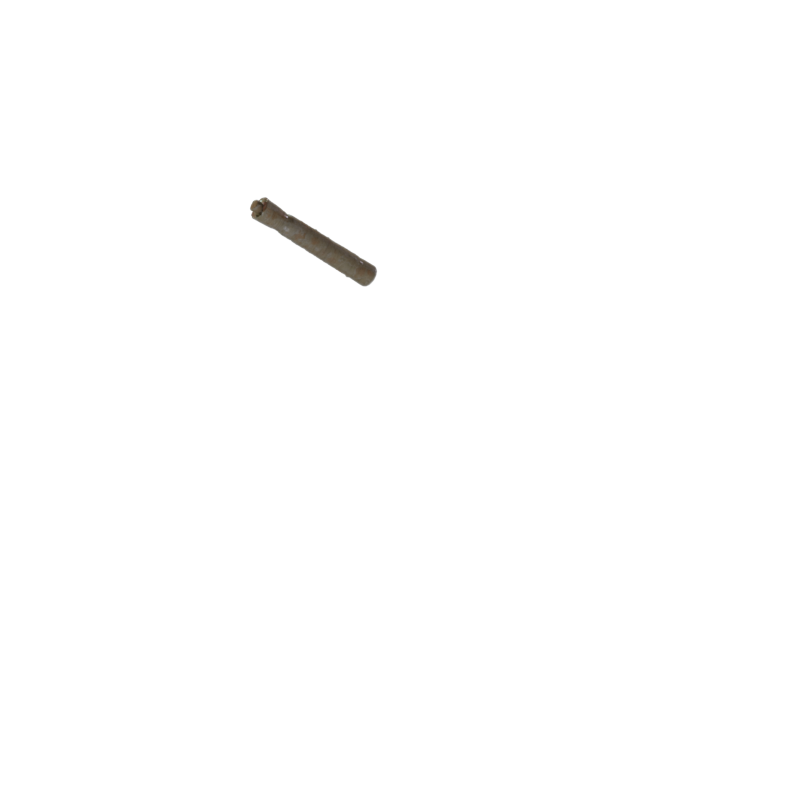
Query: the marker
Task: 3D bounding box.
[{"bbox_3d":[-0.067,-0.122,0.856,0.114,0.020,0.020,29,-13,-32],"label":"marker"}]
